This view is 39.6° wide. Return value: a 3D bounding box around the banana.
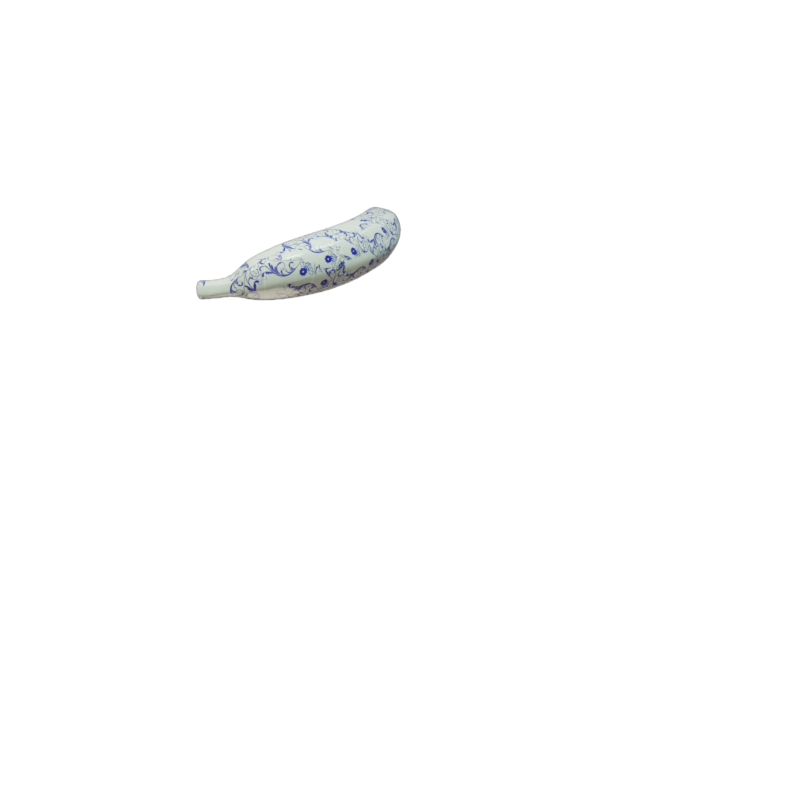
[{"bbox_3d":[-0.046,-0.102,0.740,0.073,0.035,0.196,15,27,32],"label":"banana"}]
